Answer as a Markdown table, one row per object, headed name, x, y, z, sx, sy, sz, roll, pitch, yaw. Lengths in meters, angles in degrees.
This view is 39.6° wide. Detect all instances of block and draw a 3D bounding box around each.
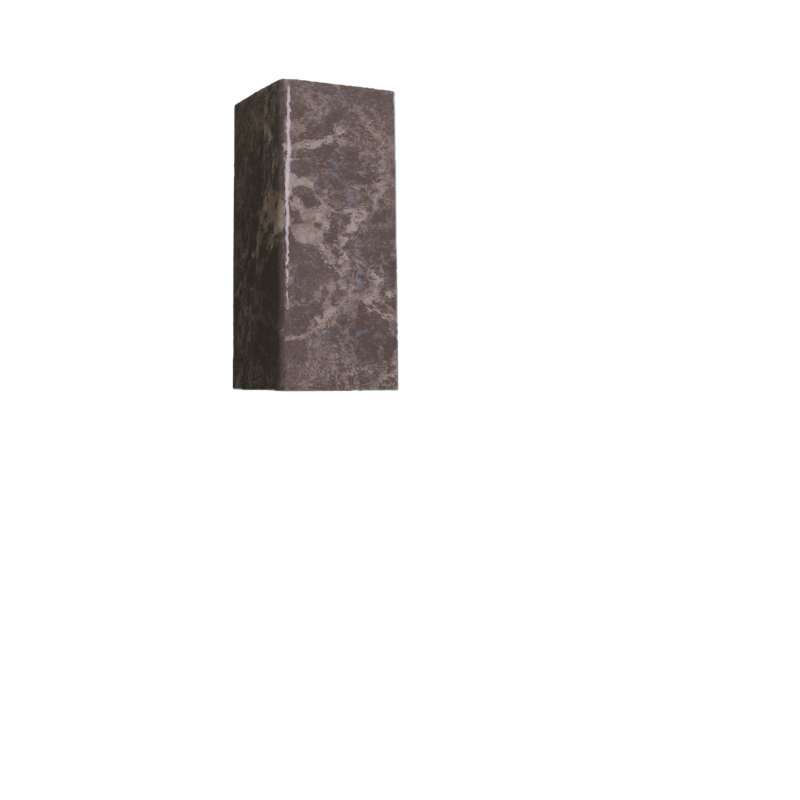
| name | x | y | z | sx | sy | sz | roll | pitch | yaw |
| --- | --- | --- | --- | --- | --- | --- | --- | --- | --- |
| block | -0.061 | -0.111 | 0.777 | 0.088 | 0.209 | 0.092 | 2 | -6 | -28 |
